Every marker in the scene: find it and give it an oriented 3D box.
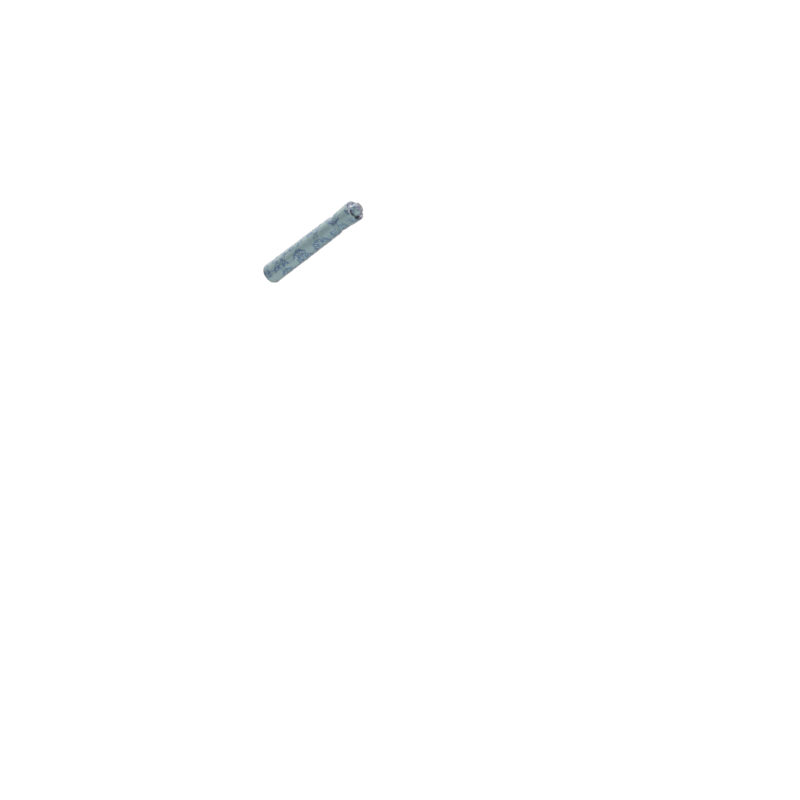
[{"bbox_3d":[-0.076,-0.138,0.967,0.120,0.021,0.019,-31,-17,37],"label":"marker"}]
